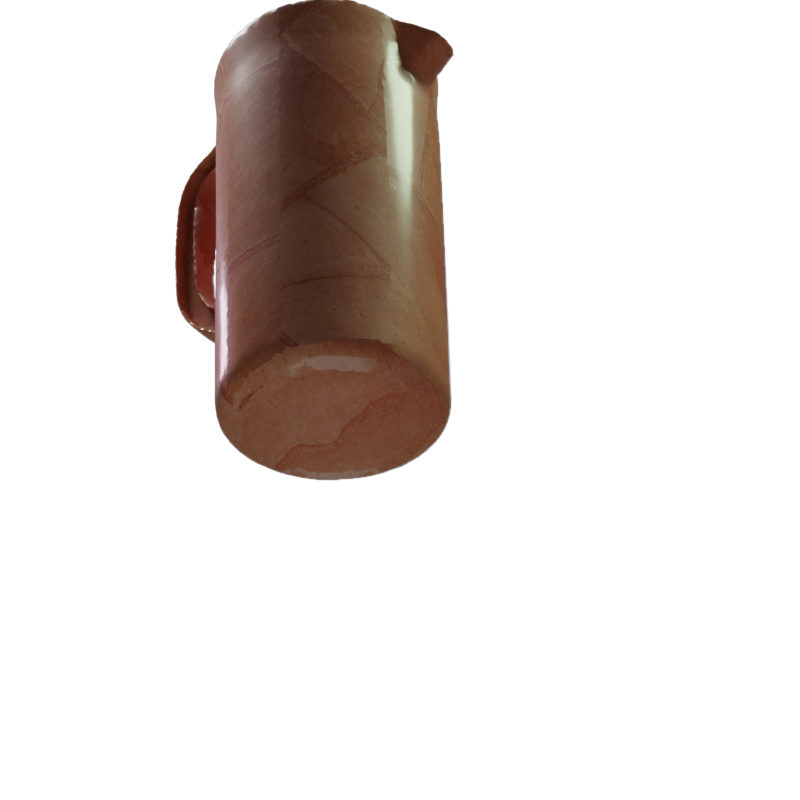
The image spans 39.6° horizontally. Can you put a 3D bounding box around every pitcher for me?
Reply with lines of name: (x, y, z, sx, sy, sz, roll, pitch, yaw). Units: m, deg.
pitcher: (-0.046, -0.083, 0.584, 0.143, 0.261, 0.141, 5, -40, -10)
